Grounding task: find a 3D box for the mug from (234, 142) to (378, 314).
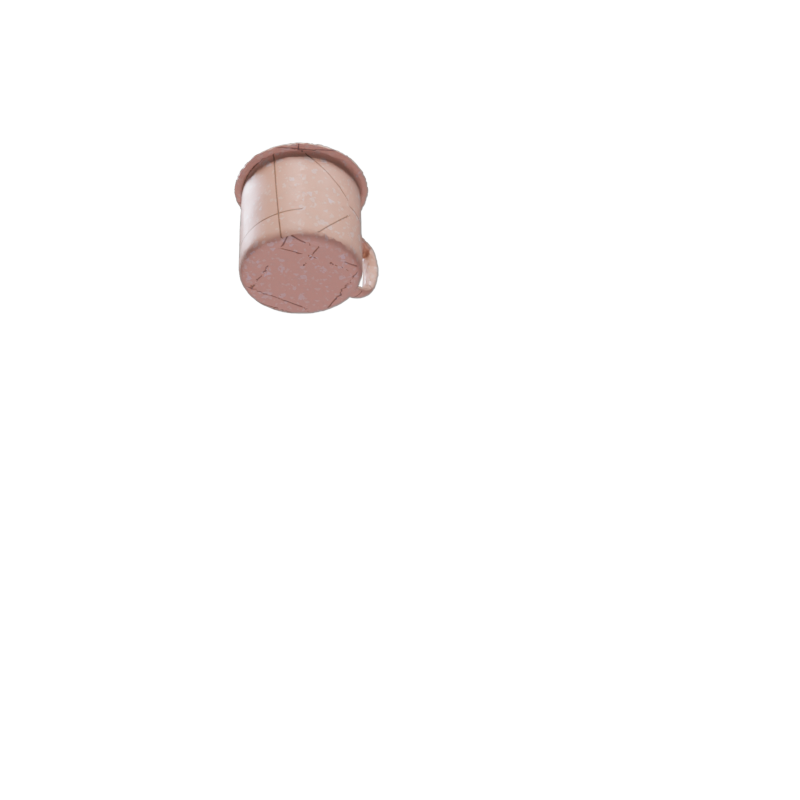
[{"bbox_3d":[-0.059,-0.108,0.754,0.093,0.087,0.109,-30,-46,32],"label":"mug"}]
